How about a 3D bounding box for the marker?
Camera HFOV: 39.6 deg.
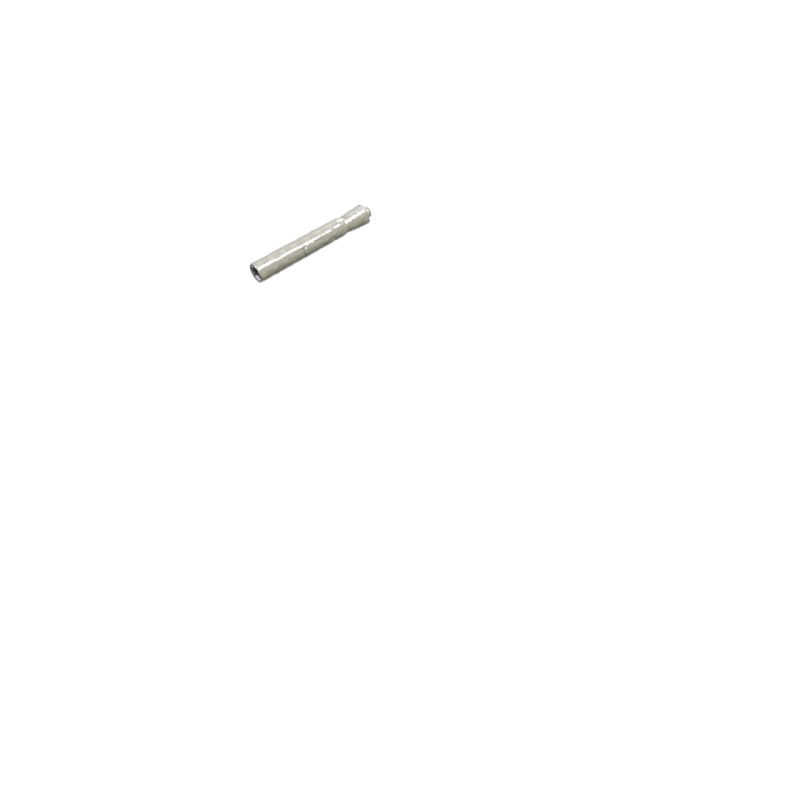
[{"bbox_3d":[-0.075,-0.138,0.963,0.121,0.019,0.020,-32,17,-21],"label":"marker"}]
